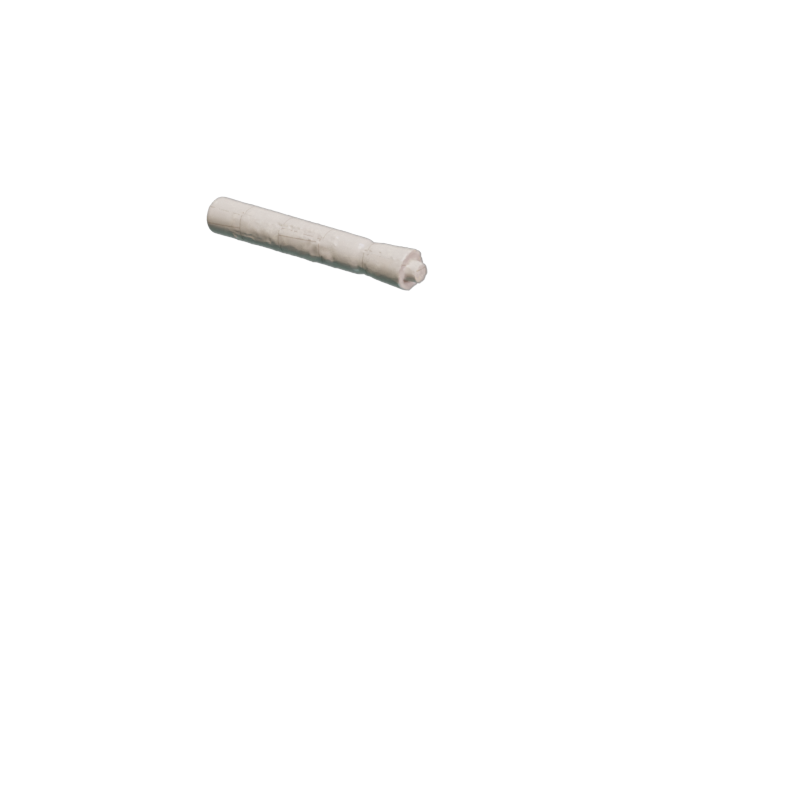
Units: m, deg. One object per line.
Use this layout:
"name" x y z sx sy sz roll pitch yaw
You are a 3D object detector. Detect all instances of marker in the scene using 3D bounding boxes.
"marker" -0.040 -0.073 0.514 0.128 0.019 0.019 21 15 34
